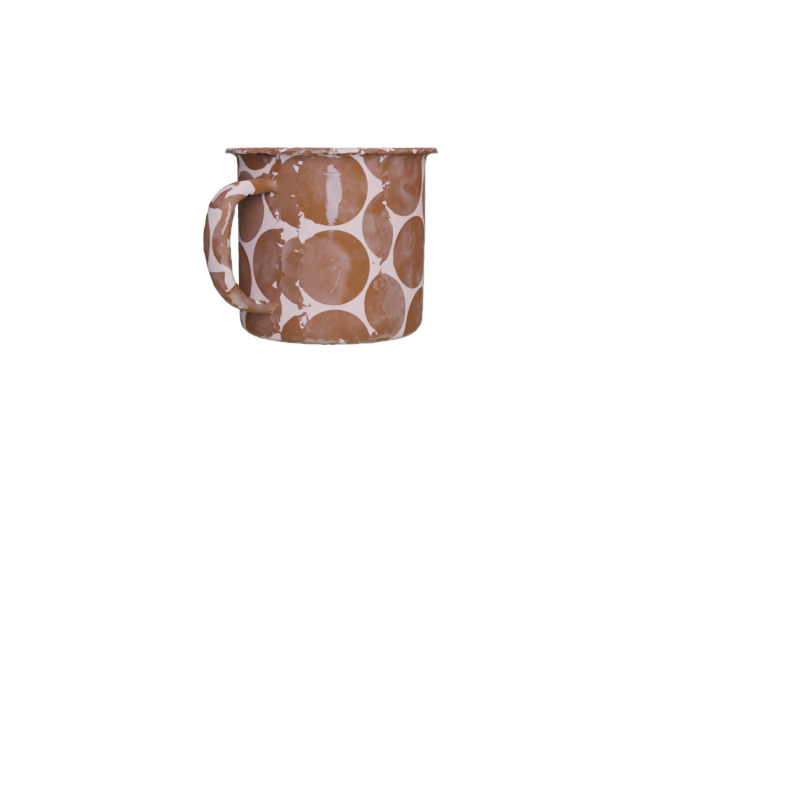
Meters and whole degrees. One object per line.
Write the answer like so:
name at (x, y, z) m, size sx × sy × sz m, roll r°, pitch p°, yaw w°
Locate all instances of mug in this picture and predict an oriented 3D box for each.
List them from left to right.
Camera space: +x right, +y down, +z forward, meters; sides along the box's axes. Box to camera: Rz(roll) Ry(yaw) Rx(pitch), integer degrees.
mug at (-0.038, -0.069, 0.480) m, size 0.097 × 0.080 × 0.114 m, roll 8°, pitch 13°, yaw 38°
